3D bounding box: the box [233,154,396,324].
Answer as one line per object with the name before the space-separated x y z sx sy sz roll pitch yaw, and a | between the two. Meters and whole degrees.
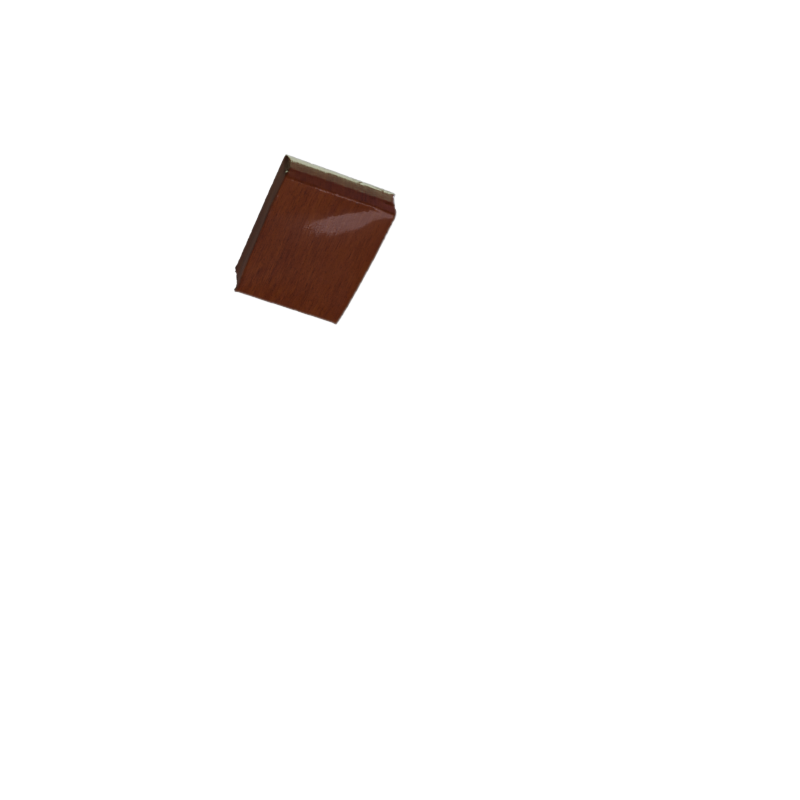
box | -0.065 -0.119 0.837 0.088 0.109 0.041 20 31 -13
